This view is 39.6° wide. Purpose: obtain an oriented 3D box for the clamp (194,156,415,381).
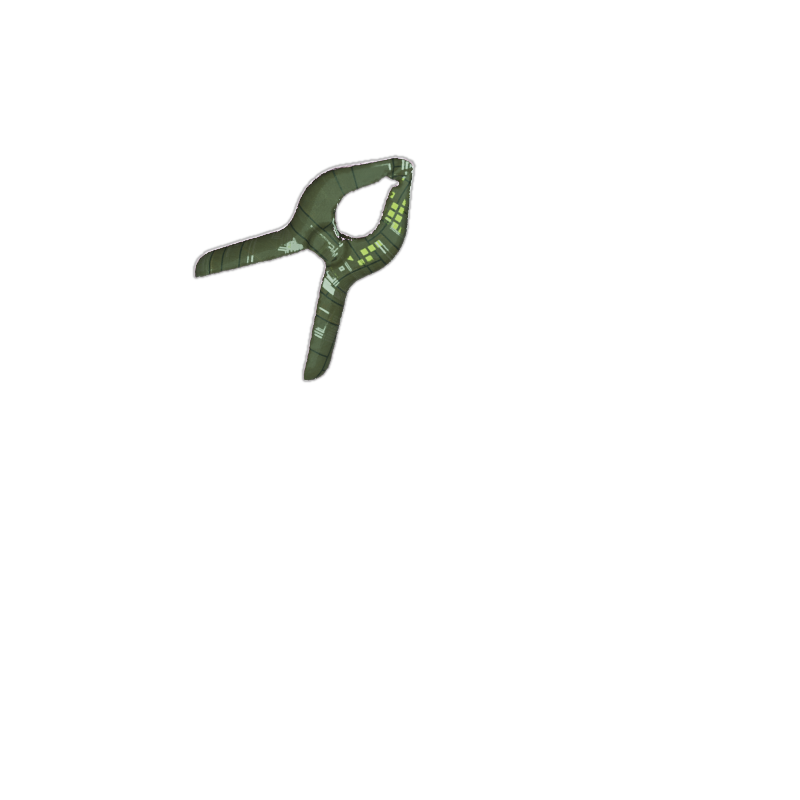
[{"bbox_3d":[-0.061,-0.111,0.780,0.119,0.170,0.040,34,7,-5],"label":"clamp"}]
